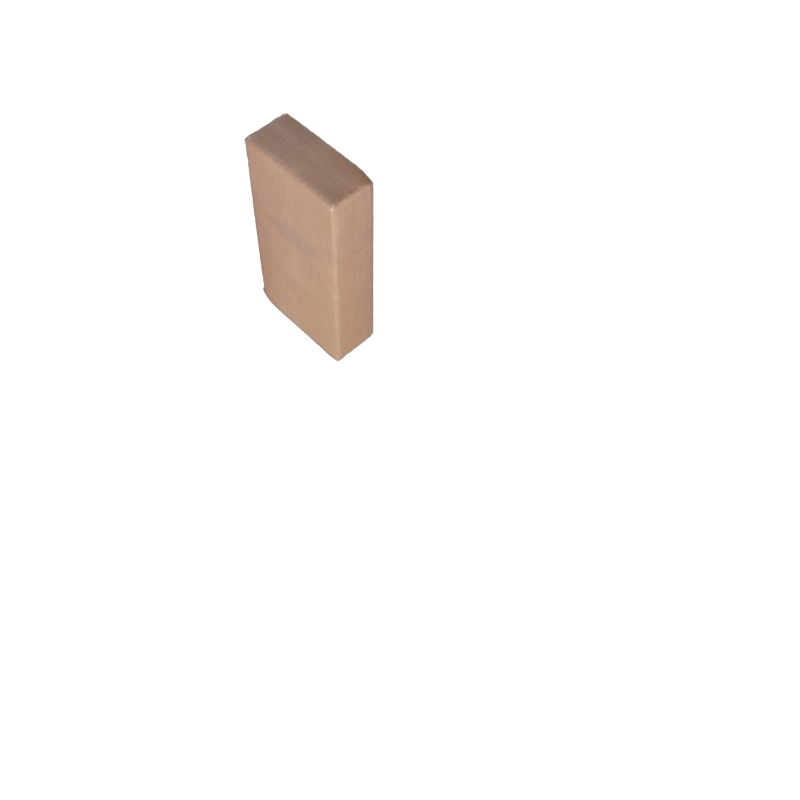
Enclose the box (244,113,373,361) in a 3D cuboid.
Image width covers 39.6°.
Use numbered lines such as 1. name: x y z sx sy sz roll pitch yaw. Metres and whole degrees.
1. box: -0.063 -0.115 0.807 0.048 0.099 0.165 -35 -28 -25
